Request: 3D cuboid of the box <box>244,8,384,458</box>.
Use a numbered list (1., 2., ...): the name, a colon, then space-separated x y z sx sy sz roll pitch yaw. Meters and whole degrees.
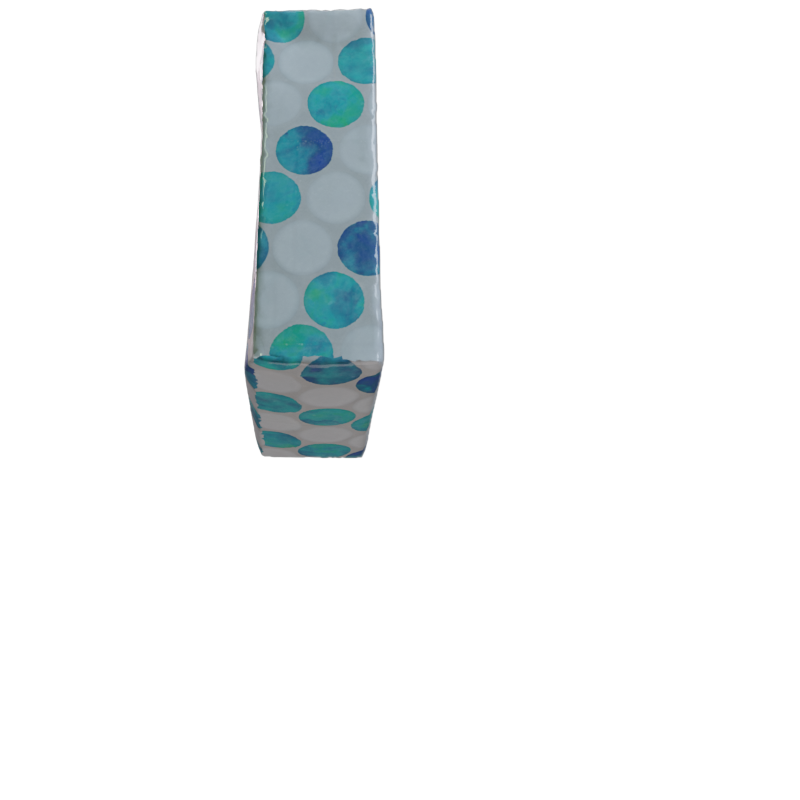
1. box: -0.050 -0.092 0.641 0.072 0.226 0.156 0 -23 -4
